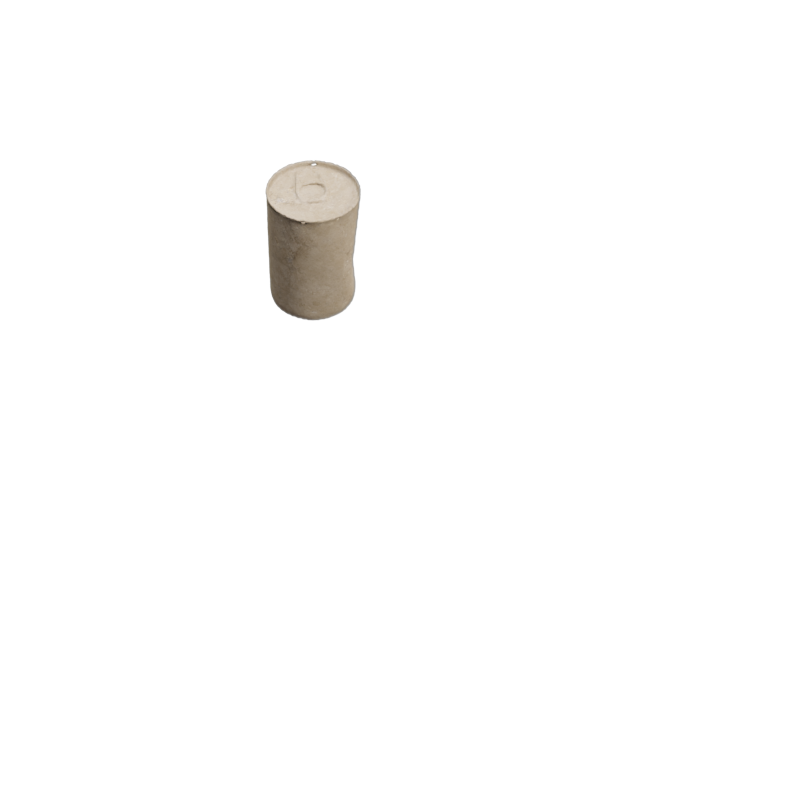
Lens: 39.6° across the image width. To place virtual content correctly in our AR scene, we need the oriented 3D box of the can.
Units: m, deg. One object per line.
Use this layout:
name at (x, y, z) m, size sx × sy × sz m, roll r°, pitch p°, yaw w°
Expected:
can at (-0.064, -0.118, 0.823) m, size 0.068 × 0.074 × 0.095 m, roll 0°, pitch -43°, yaw -3°
